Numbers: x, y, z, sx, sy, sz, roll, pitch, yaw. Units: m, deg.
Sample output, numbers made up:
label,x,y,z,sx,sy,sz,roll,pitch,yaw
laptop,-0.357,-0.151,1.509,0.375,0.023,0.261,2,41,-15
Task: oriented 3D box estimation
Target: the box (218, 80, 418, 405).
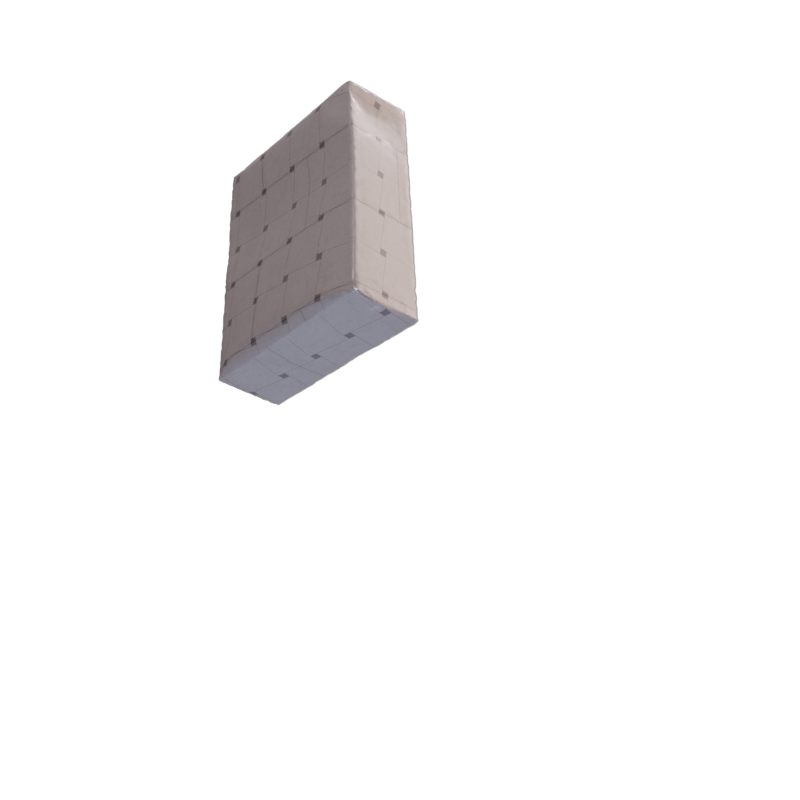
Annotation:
label,x,y,z,sx,sy,sz,roll,pitch,yaw
box,-0.070,-0.128,0.894,0.067,0.229,0.163,26,-43,-36
